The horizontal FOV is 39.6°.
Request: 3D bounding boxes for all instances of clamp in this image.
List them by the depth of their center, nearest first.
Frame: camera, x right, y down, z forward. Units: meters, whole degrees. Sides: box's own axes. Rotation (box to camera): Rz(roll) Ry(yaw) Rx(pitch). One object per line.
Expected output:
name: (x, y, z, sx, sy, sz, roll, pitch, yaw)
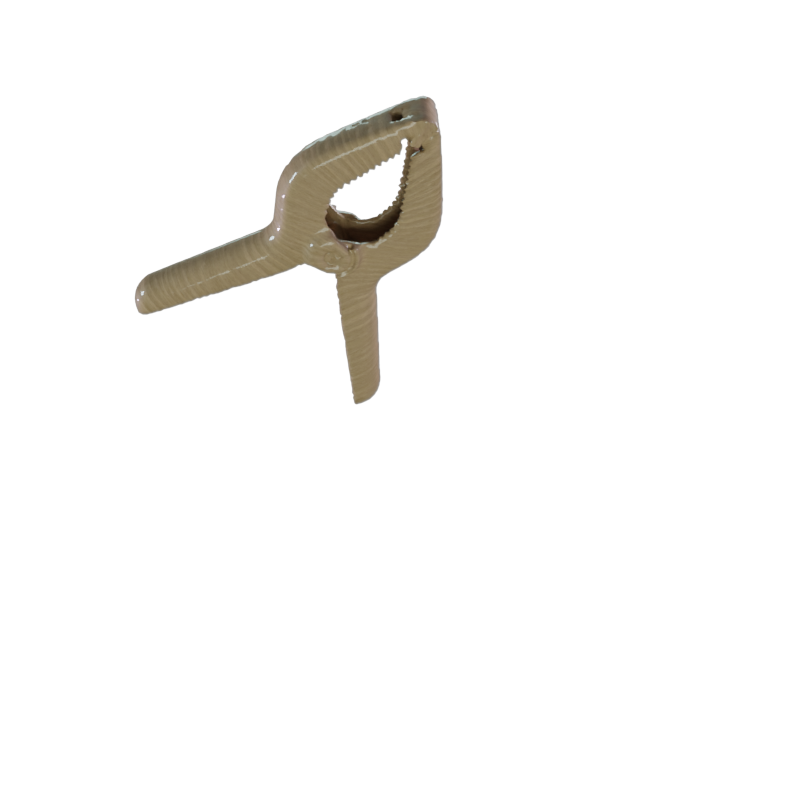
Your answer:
clamp: (-0.050, -0.090, 0.634, 0.160, 0.202, 0.039, 19, 39, -16)
